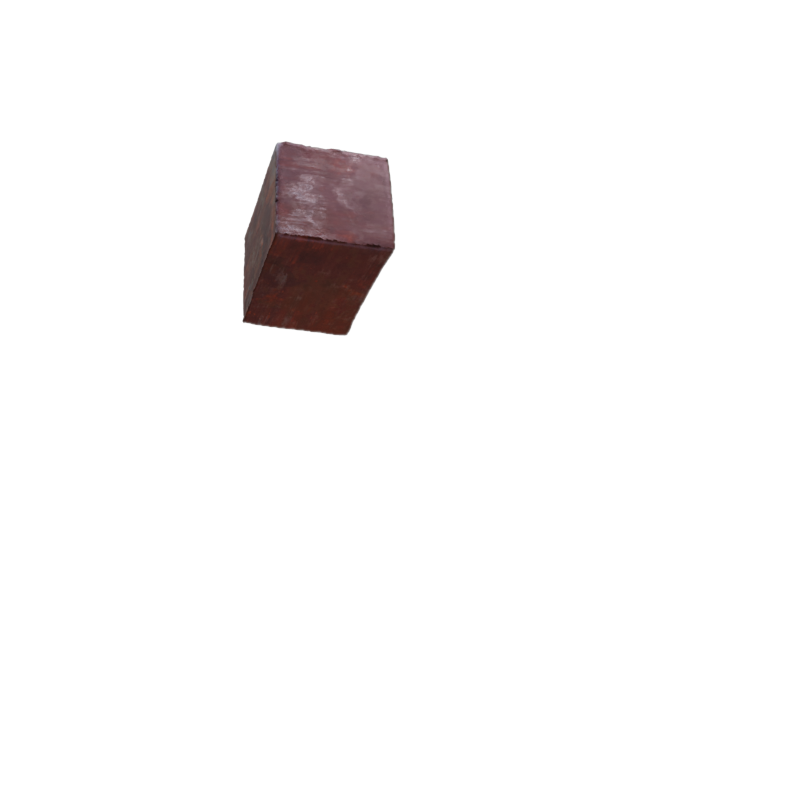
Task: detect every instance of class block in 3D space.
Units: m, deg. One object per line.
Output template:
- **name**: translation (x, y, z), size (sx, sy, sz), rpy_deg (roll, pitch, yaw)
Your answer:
- **block**: translation (-0.039, -0.072, 0.501), size (0.051, 0.055, 0.075), rpy_deg (8, -30, -16)
